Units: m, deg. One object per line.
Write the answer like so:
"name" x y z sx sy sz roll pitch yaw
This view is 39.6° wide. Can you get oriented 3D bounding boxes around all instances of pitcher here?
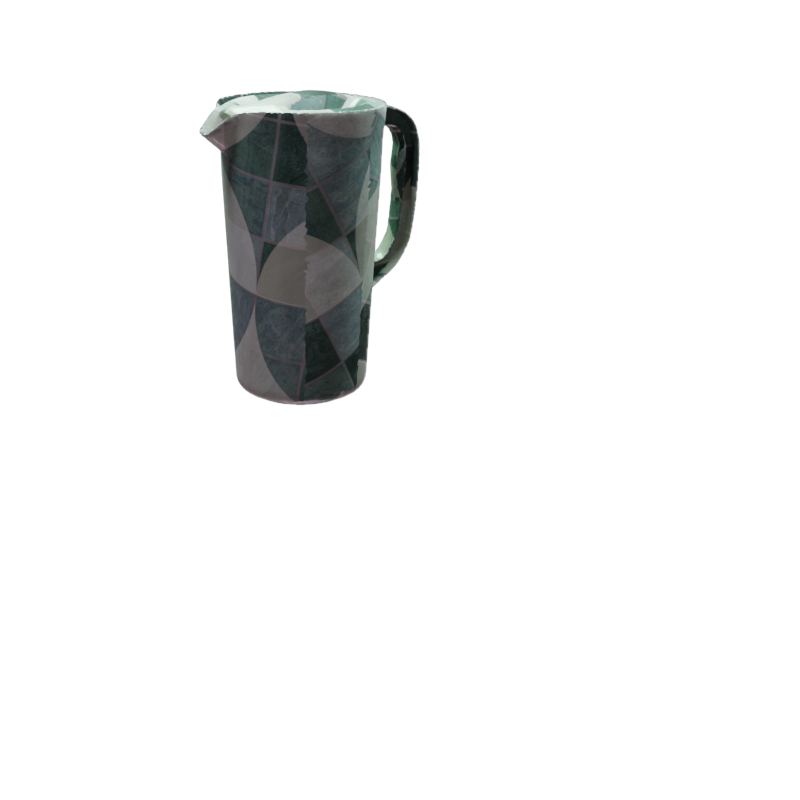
"pitcher" -0.070 -0.128 0.896 0.152 0.234 0.148 5 18 13
